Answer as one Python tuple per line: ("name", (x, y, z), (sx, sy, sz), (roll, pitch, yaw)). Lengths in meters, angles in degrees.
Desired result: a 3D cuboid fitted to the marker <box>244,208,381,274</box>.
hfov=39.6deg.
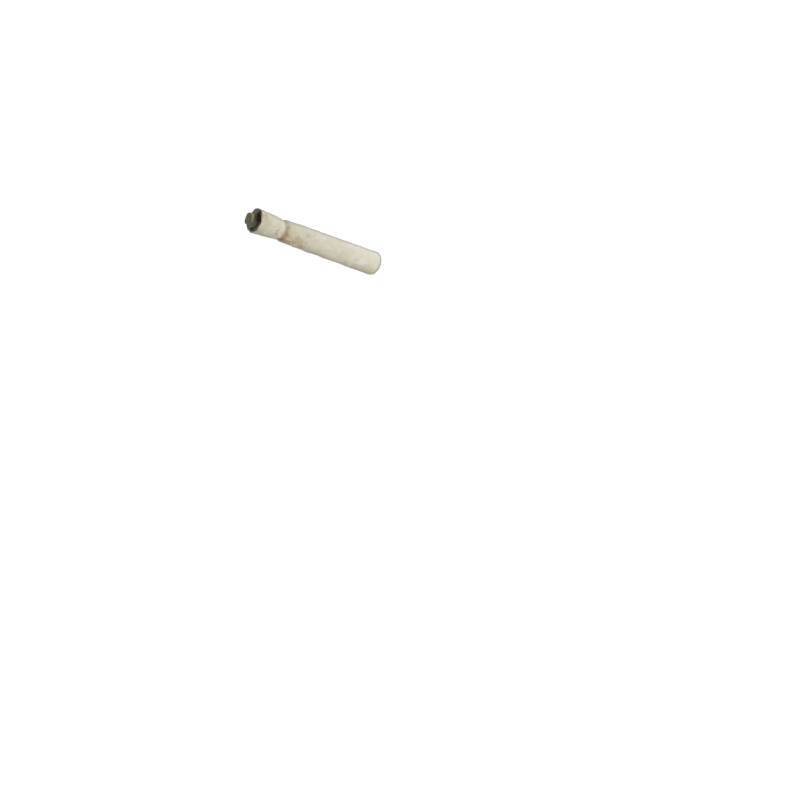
("marker", (-0.065, -0.118, 0.829), (0.114, 0.020, 0.021), (15, -6, -36))
